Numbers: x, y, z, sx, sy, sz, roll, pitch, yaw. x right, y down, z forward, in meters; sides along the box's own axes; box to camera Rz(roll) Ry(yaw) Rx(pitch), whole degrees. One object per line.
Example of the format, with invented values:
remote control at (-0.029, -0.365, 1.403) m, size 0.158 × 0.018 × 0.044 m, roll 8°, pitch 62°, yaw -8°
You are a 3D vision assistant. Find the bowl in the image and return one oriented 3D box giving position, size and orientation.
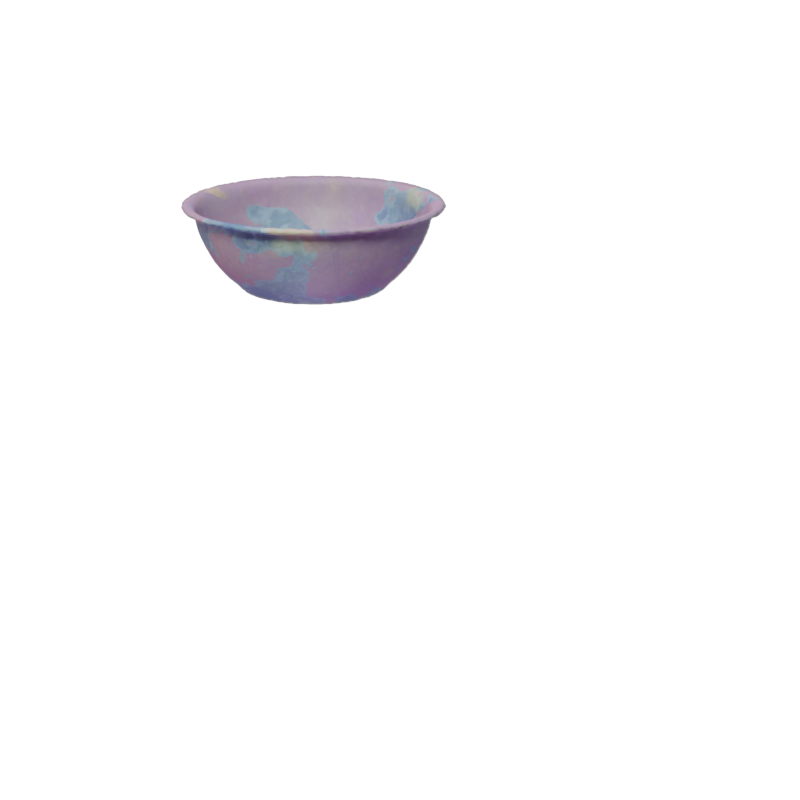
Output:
bowl at (-0.054, -0.098, 0.689) m, size 0.162 × 0.053 × 0.169 m, roll -1°, pitch 21°, yaw -2°
